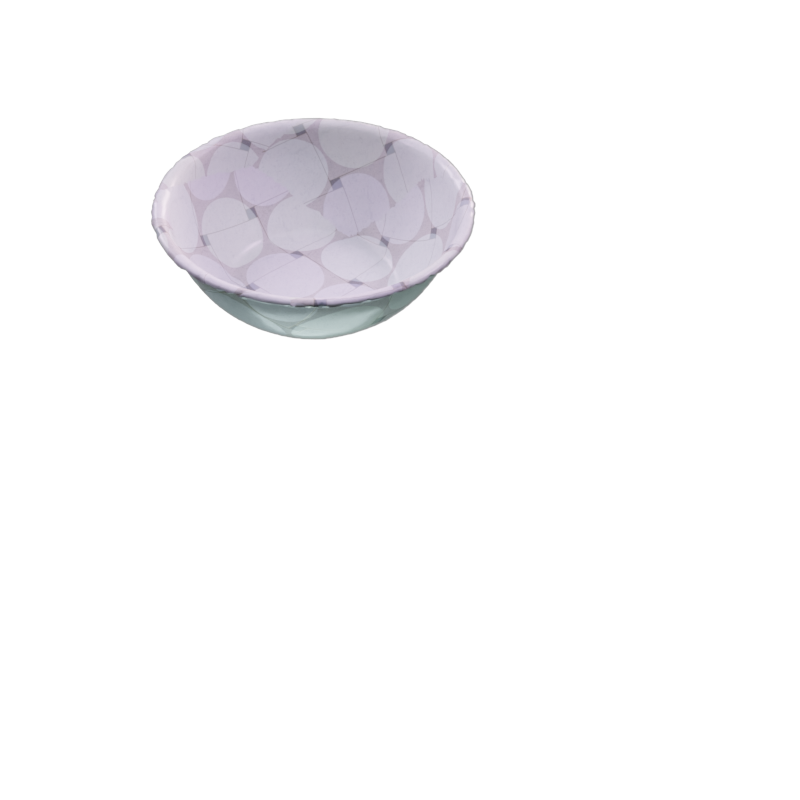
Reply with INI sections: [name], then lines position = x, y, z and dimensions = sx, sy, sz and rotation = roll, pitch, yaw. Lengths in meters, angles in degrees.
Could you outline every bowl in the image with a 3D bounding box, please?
[bowl]
position = -0.045, -0.082, 0.571
dimensions = 0.162, 0.051, 0.174
rotation = -1, 42, -2
